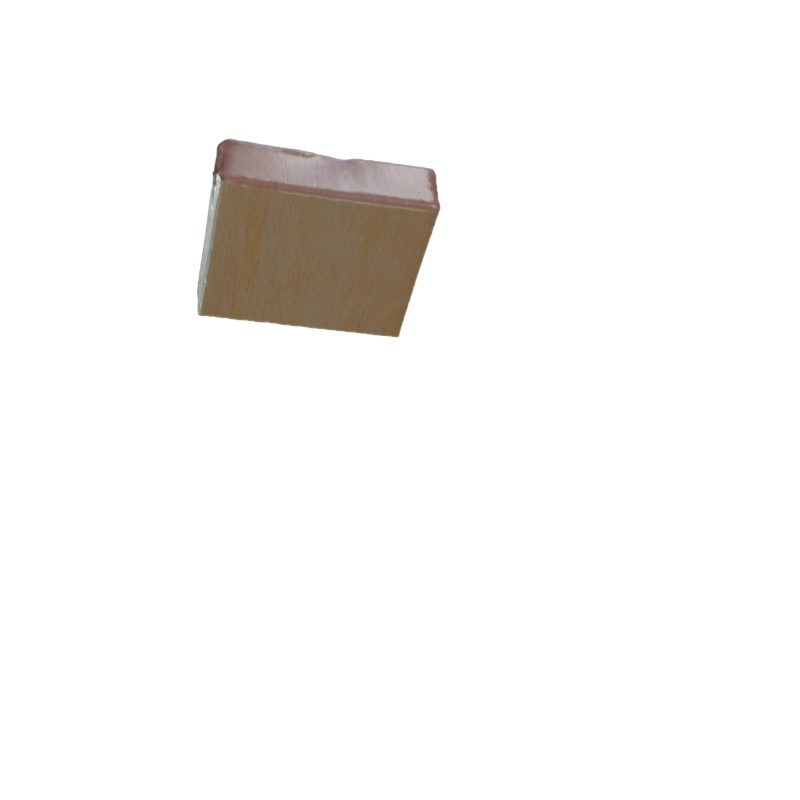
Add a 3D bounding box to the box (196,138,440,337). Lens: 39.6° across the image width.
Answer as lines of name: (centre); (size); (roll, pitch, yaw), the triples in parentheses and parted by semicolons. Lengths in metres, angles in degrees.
box: (-0.036, -0.065, 0.454); (0.088, 0.069, 0.032); (8, 43, -8)
